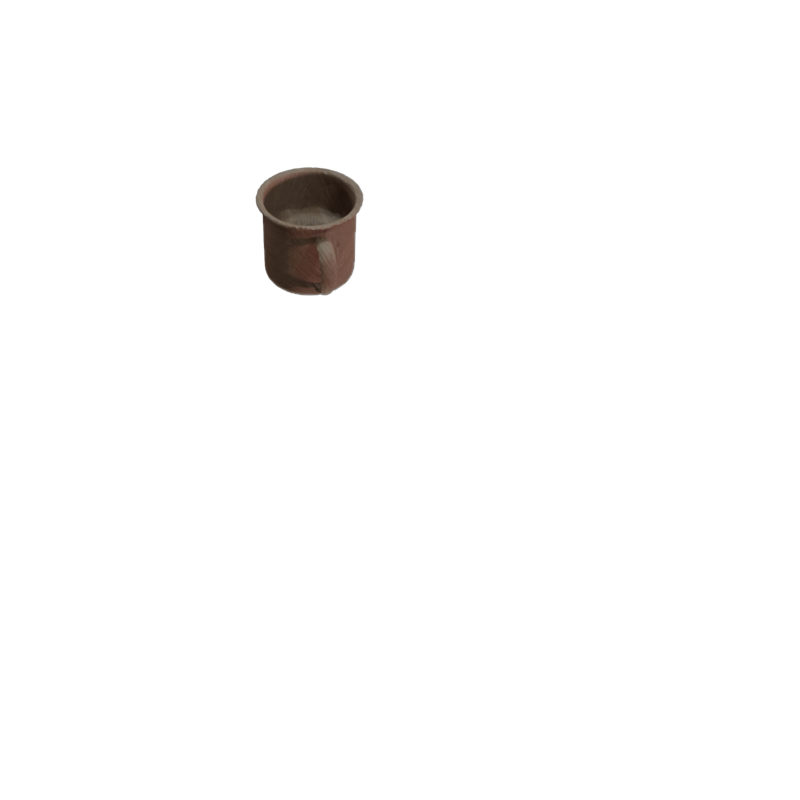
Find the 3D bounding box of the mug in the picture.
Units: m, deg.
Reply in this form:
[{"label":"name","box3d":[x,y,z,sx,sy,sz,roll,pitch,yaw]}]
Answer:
[{"label":"mug","box3d":[-0.076,-0.138,0.970,0.092,0.076,0.127,-12,43,-15]}]
